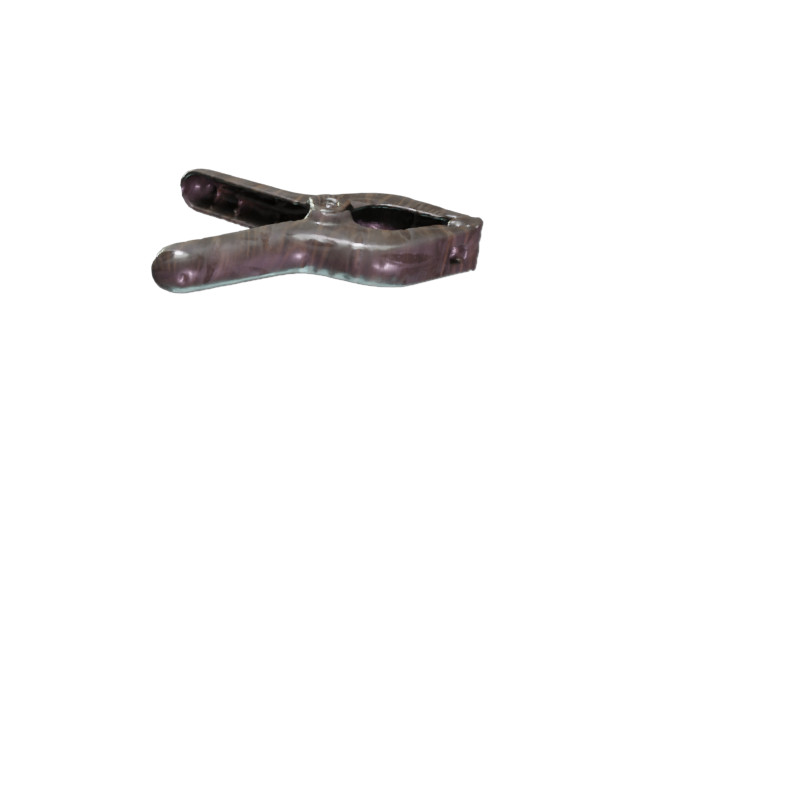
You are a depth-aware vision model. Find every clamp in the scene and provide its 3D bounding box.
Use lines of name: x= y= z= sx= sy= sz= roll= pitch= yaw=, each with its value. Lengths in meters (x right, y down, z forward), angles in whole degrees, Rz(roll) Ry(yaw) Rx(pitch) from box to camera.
clamp: x=-0.045 y=-0.082 z=0.574 sx=0.173 sy=0.037 sz=0.127 roll=5 pitch=37 yaw=7
